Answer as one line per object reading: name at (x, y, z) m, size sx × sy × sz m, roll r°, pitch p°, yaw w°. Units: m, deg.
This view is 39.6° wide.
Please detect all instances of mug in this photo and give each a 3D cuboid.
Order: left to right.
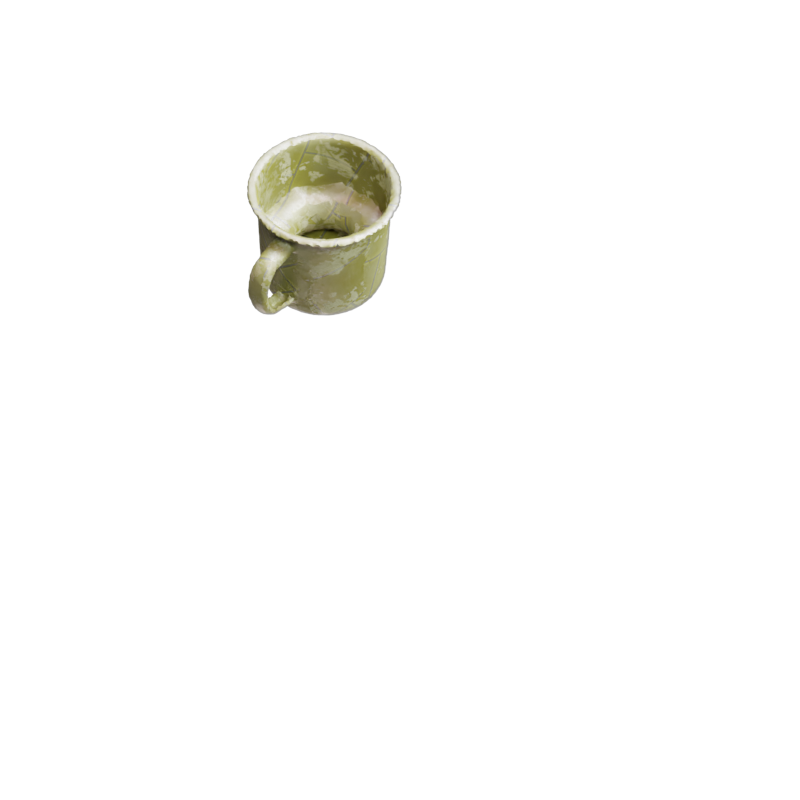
mug at (-0.054, -0.099, 0.690) m, size 0.097 × 0.120 × 0.076 m, roll 27°, pitch -33°, yaw 17°
